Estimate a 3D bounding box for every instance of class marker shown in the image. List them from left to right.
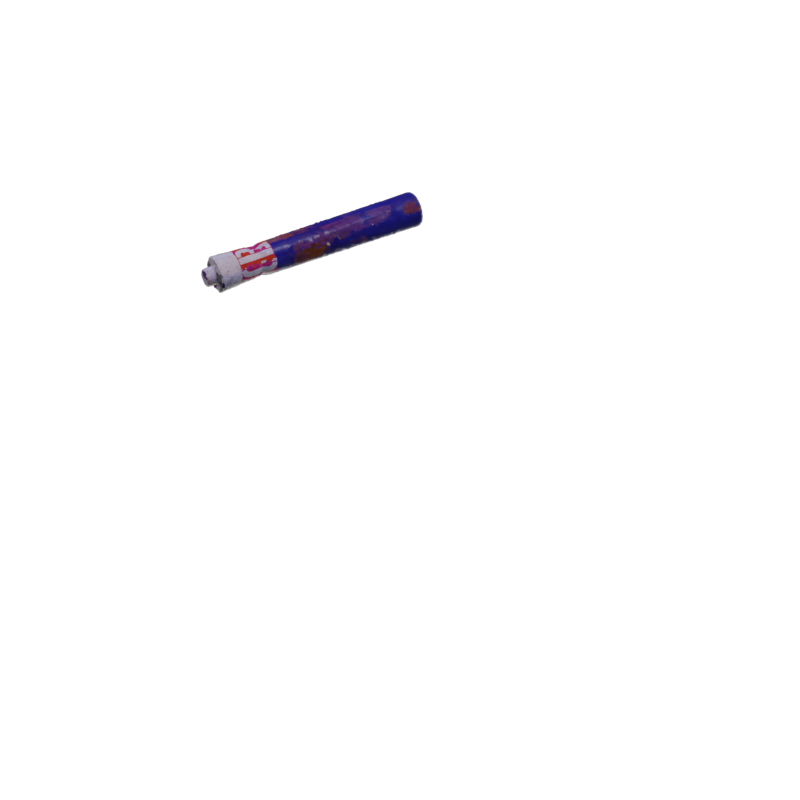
[{"bbox_3d":[-0.044,-0.080,0.563,0.120,0.019,0.020,-22,13,-22],"label":"marker"}]
